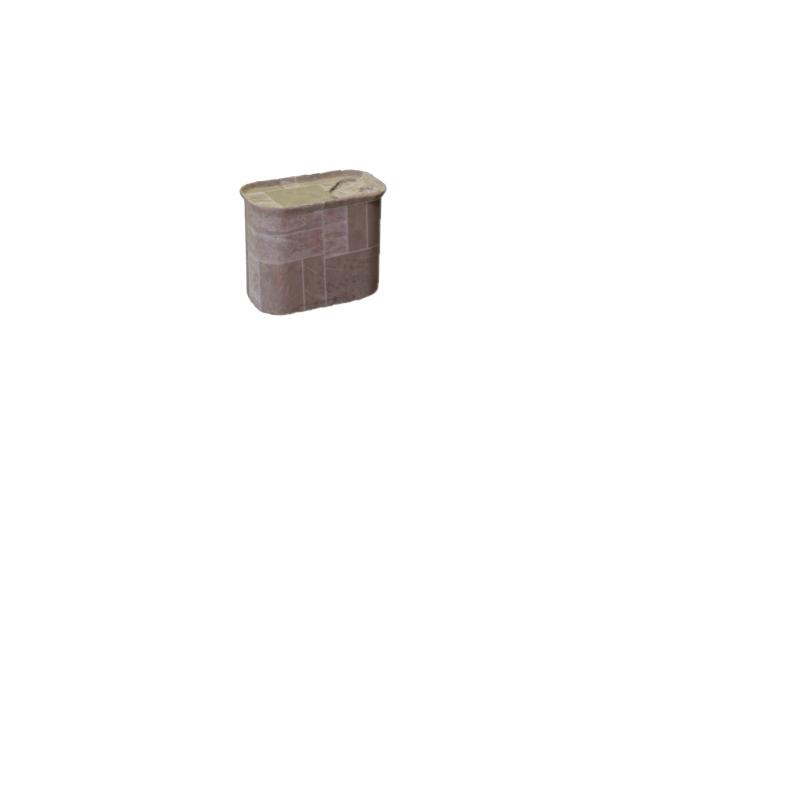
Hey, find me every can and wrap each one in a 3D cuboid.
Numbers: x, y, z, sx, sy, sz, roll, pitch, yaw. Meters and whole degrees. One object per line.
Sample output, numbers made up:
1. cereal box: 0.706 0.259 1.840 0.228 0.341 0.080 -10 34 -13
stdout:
1. can: -0.063 -0.114 0.800 0.100 0.079 0.062 -12 29 -23
